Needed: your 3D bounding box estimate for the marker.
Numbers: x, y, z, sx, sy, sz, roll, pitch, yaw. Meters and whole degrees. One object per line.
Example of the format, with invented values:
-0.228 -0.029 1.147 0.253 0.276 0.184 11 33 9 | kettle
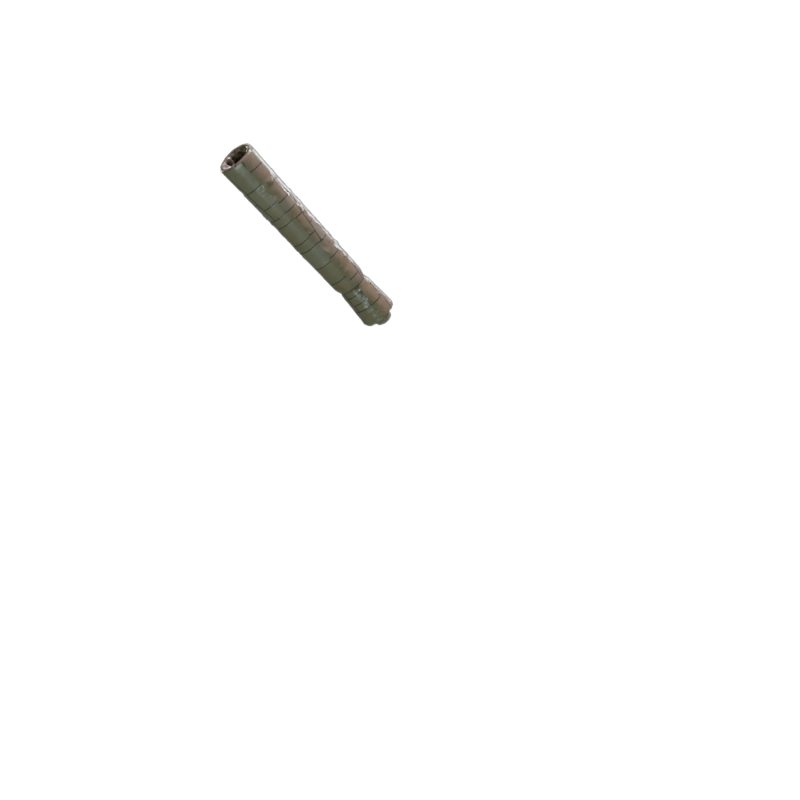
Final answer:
-0.042 -0.077 0.541 0.020 0.020 0.113 3 -36 52 | marker
